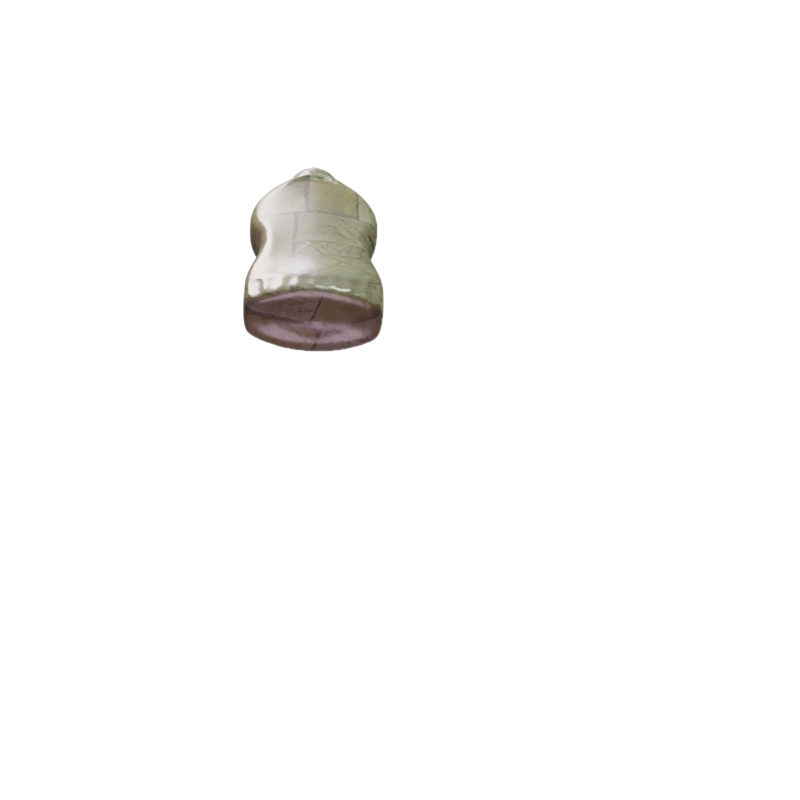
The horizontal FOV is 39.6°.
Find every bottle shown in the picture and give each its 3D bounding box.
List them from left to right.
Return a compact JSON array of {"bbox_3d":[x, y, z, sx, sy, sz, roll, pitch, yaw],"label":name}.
[{"bbox_3d":[-0.065,-0.118,0.827,0.096,0.055,0.205,0,40,-3],"label":"bottle"}]
